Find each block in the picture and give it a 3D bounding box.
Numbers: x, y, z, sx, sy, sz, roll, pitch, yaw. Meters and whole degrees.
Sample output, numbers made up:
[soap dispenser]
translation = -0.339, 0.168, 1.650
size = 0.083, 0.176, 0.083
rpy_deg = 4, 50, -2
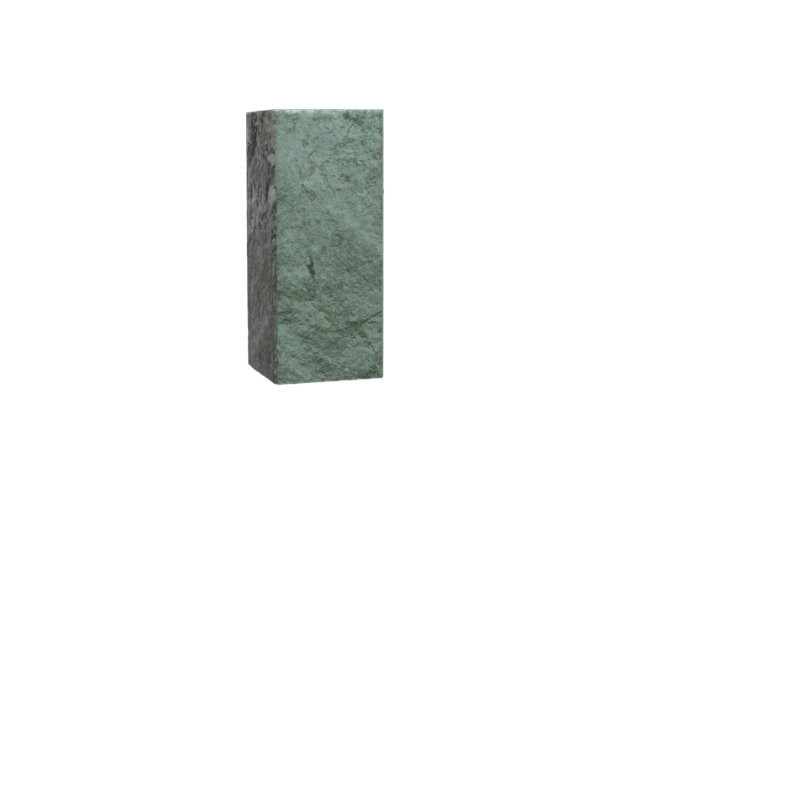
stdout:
[block]
translation = -0.068, -0.125, 0.873
size = 0.089, 0.203, 0.093
rpy_deg = -2, 7, -19
